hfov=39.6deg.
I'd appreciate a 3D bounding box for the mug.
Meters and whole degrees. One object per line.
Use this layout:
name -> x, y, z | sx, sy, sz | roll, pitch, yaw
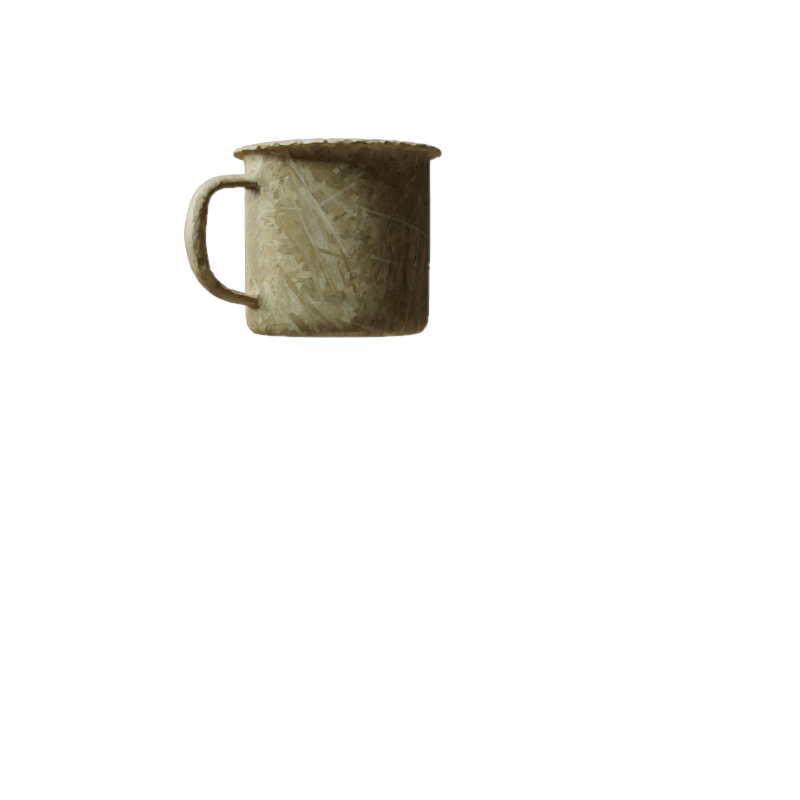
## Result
mug -> -0.038, -0.070, 0.487 | 0.113, 0.082, 0.096 | -2, 3, -30
